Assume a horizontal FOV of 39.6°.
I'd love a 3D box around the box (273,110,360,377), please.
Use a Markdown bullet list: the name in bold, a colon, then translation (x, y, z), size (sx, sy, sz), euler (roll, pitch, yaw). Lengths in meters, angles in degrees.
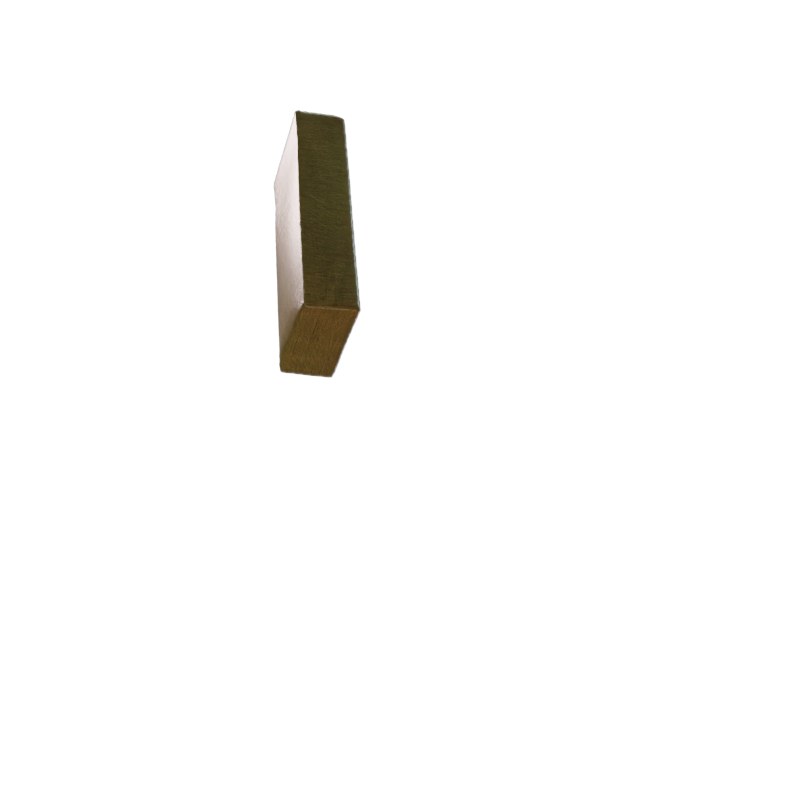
- **box**: translation (-0.063, -0.116, 0.809), size (0.047, 0.188, 0.089), euler (7, -35, -14)
